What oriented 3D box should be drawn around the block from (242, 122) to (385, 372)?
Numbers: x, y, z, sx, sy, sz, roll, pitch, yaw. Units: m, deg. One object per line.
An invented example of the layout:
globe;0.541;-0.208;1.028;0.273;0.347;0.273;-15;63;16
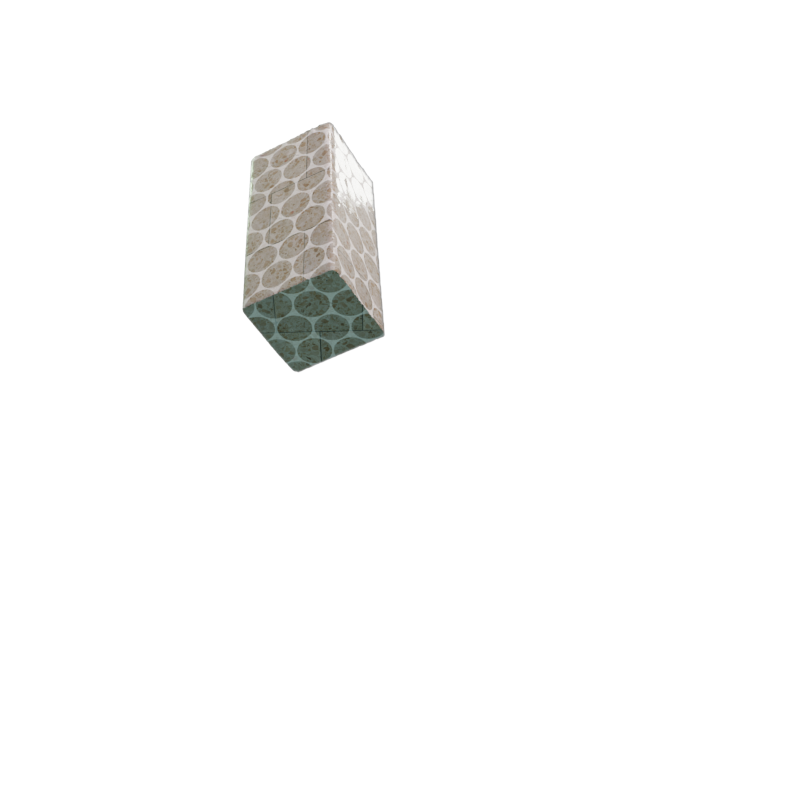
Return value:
block;-0.078;-0.141;0.984;0.091;0.221;0.083;-23;-48;18
